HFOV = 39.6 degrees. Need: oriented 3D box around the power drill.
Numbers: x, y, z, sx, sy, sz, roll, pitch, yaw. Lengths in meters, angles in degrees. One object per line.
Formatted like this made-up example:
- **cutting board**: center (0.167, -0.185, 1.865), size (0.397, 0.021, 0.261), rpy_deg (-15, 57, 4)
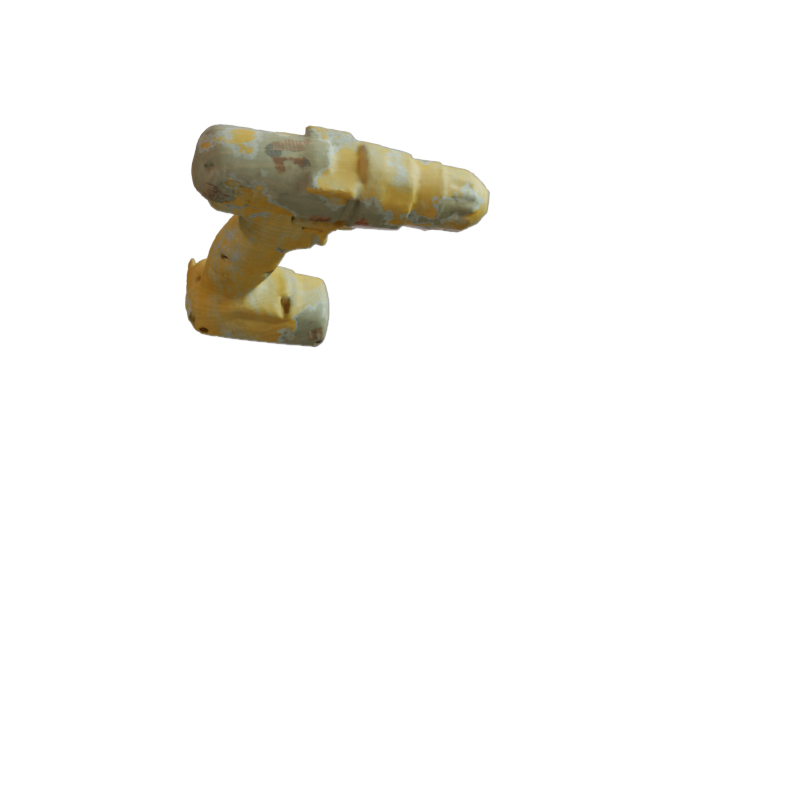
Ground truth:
- **power drill**: center (-0.056, -0.103, 0.721), size (0.180, 0.061, 0.180), rpy_deg (9, -32, -16)
